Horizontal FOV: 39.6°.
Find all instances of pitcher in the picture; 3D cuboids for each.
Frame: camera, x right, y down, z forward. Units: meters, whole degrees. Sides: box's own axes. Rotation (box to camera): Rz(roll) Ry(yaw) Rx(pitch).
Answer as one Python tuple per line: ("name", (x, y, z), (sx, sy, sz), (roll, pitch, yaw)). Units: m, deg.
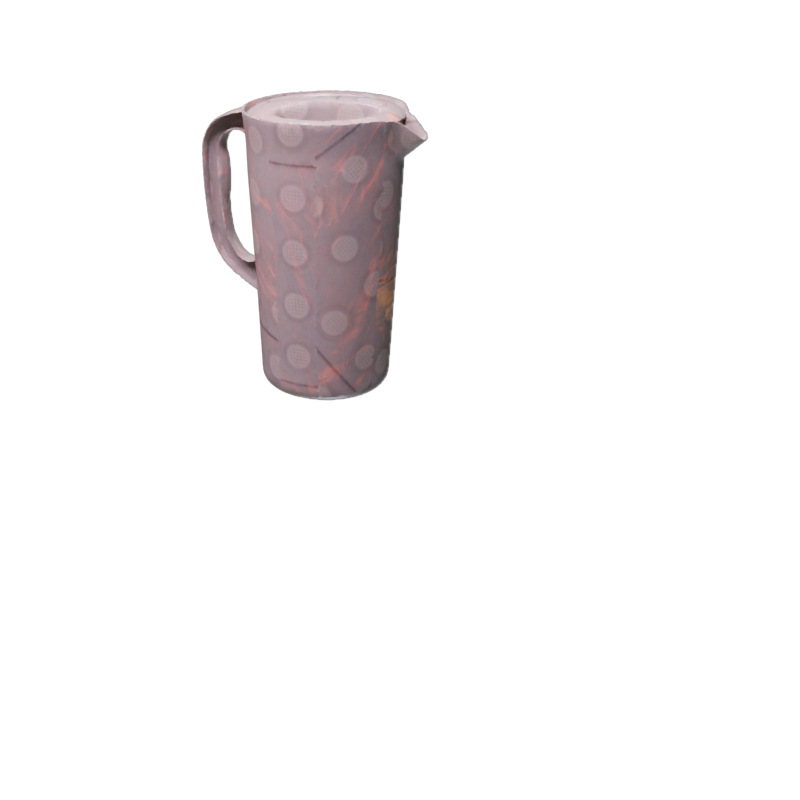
("pitcher", (-0.072, -0.131, 0.915), (0.142, 0.232, 0.159), (-10, 24, -27))
